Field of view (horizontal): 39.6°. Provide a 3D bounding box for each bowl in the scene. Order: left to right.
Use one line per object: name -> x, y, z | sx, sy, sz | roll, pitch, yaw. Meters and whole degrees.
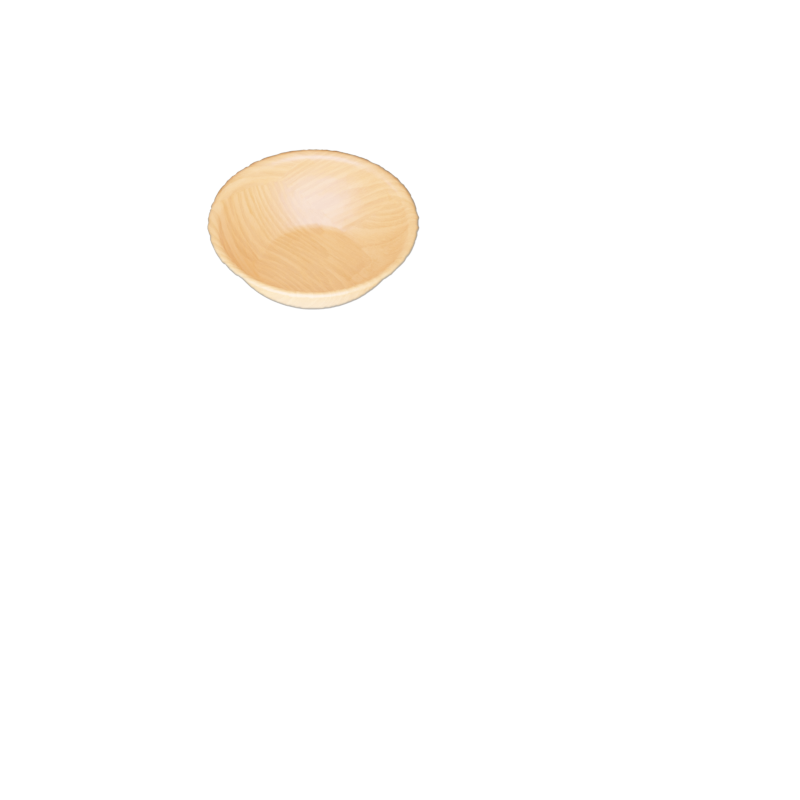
bowl -> -0.068, -0.124, 0.867 | 0.162, 0.174, 0.051 | -1, -41, -1
